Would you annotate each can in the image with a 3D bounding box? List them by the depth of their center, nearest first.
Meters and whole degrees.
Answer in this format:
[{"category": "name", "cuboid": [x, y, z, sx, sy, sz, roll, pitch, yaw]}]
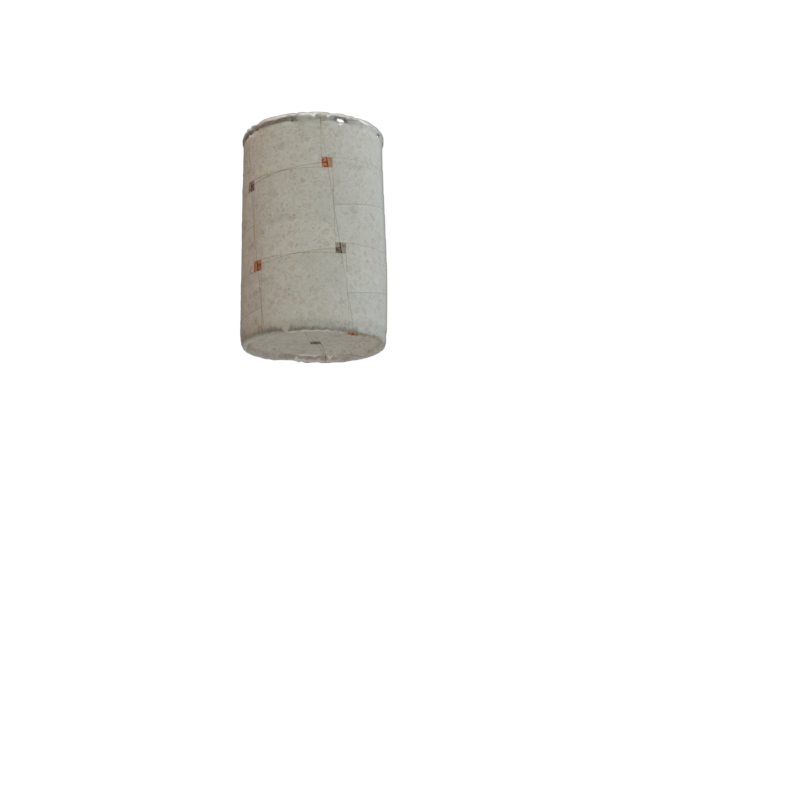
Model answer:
[{"category": "can", "cuboid": [-0.040, -0.074, 0.516, 0.068, 0.106, 0.066, 0, -16, -2]}]
